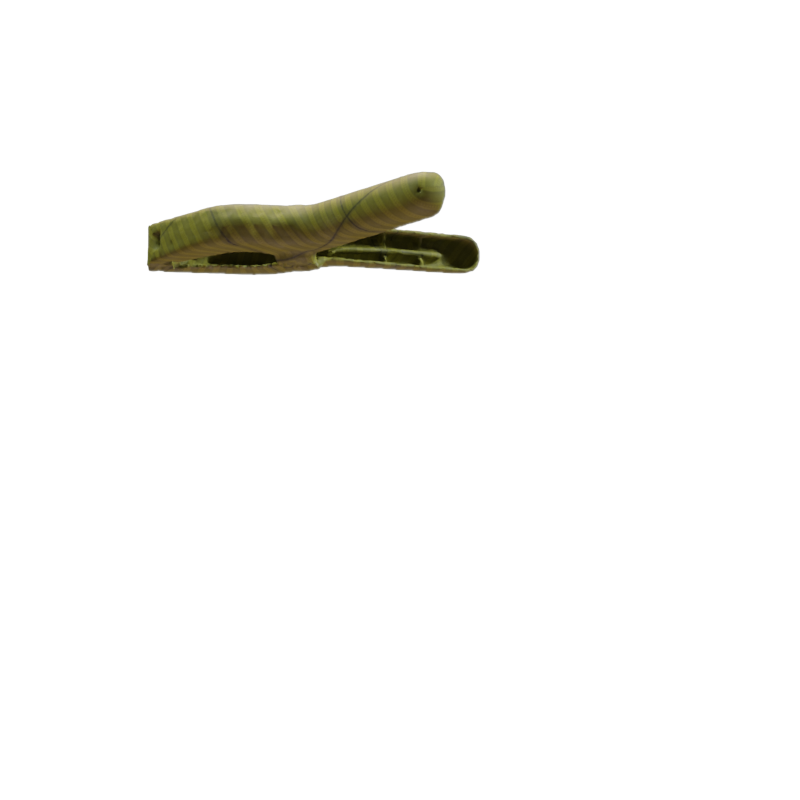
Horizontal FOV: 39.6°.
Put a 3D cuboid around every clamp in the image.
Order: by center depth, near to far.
[{"bbox_3d":[-0.054,-0.099,0.691,0.214,0.037,0.156,-3,-8,20],"label":"clamp"}]
